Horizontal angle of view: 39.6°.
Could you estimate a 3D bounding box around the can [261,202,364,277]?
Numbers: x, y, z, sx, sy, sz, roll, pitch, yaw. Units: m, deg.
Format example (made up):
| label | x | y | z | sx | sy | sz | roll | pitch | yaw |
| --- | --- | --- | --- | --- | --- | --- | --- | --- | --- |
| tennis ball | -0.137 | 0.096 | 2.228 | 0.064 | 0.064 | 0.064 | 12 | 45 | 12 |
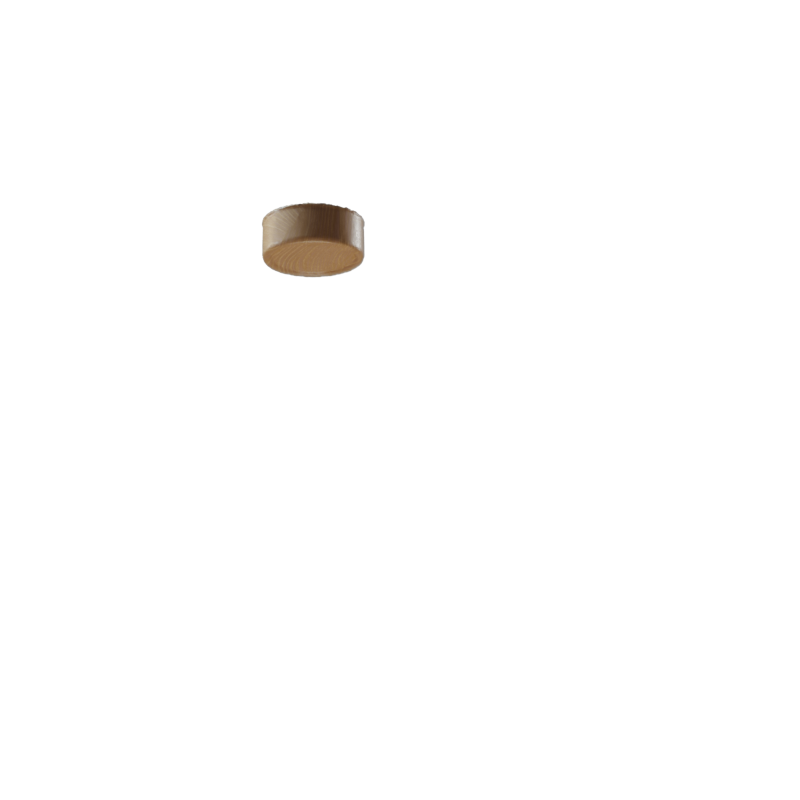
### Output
| label | x | y | z | sx | sy | sz | roll | pitch | yaw |
| --- | --- | --- | --- | --- | --- | --- | --- | --- | --- |
| can | -0.072 | -0.131 | 0.918 | 0.086 | 0.035 | 0.082 | 0 | -16 | -2 |
